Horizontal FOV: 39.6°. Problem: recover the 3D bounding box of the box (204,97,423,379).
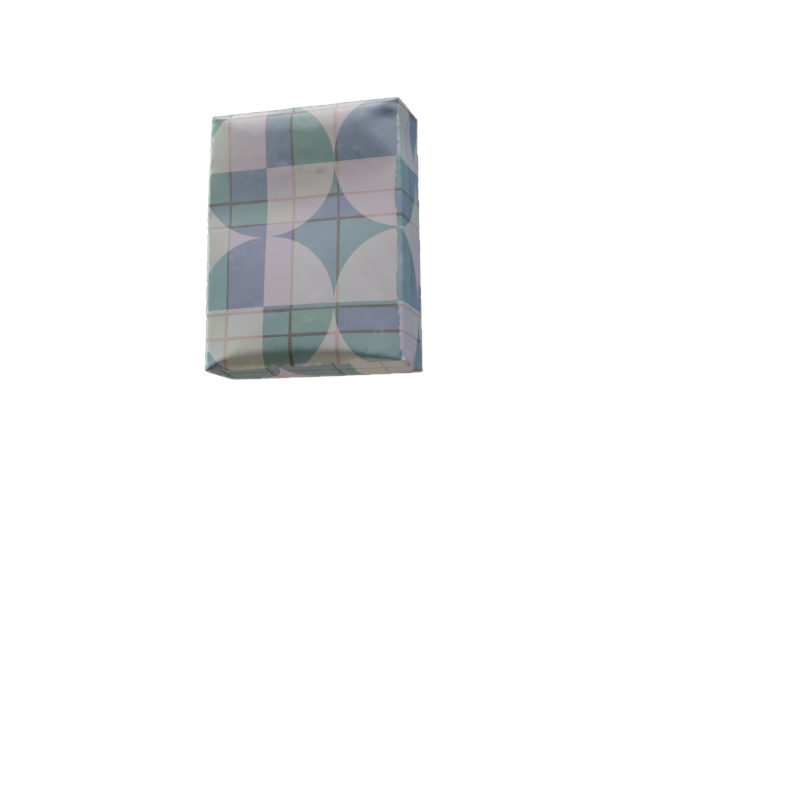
[{"bbox_3d":[-0.070,-0.127,0.892,0.167,0.220,0.068,-3,-12,16],"label":"box"}]
